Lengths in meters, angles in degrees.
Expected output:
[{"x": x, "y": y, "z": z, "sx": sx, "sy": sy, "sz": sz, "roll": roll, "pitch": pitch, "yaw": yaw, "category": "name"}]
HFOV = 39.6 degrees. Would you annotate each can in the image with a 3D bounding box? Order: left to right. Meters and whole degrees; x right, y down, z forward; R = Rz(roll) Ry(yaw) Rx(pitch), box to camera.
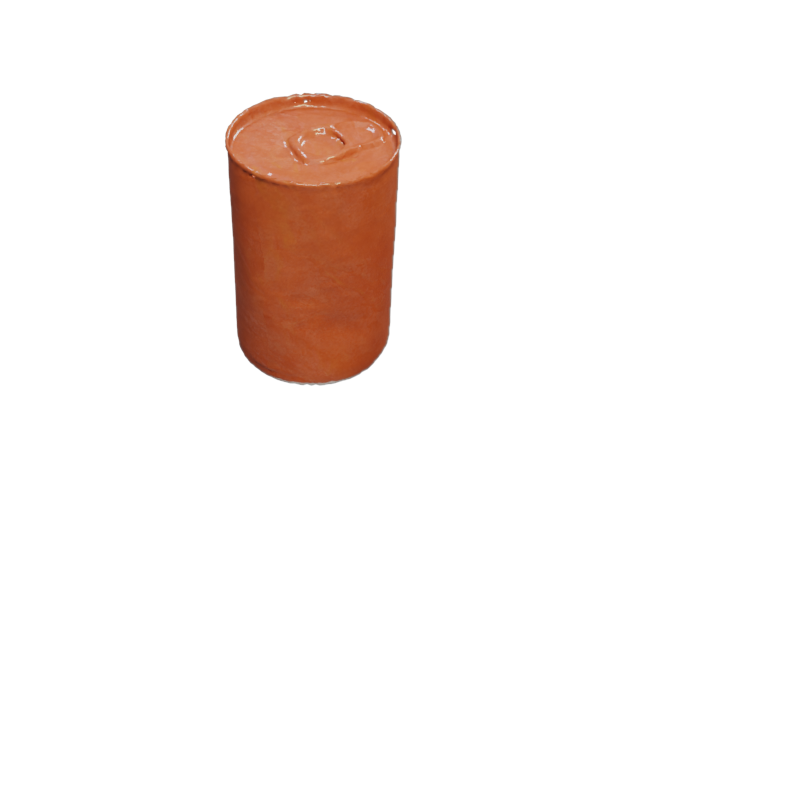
[{"x": -0.036, "y": -0.065, "z": 0.455, "sx": 0.068, "sy": 0.095, "sz": 0.073, "roll": 0, "pitch": 40, "yaw": -3, "category": "can"}]
